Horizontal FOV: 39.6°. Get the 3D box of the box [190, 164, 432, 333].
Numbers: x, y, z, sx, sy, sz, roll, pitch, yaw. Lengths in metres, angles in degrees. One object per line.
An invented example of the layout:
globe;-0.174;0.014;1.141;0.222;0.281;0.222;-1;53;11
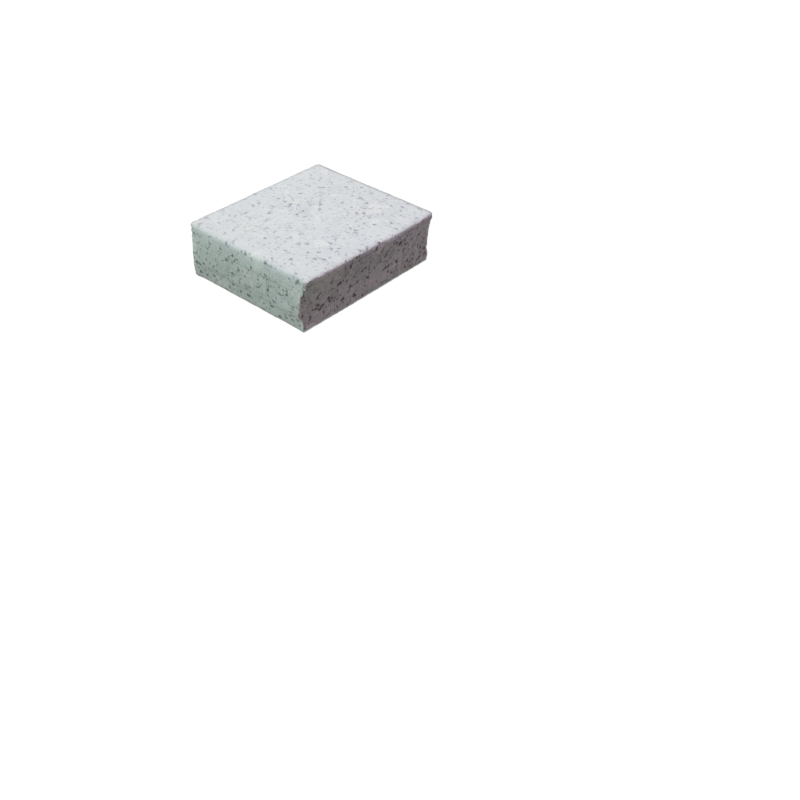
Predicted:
box;-0.050;-0.092;0.642;0.095;0.036;0.114;26;43;31
